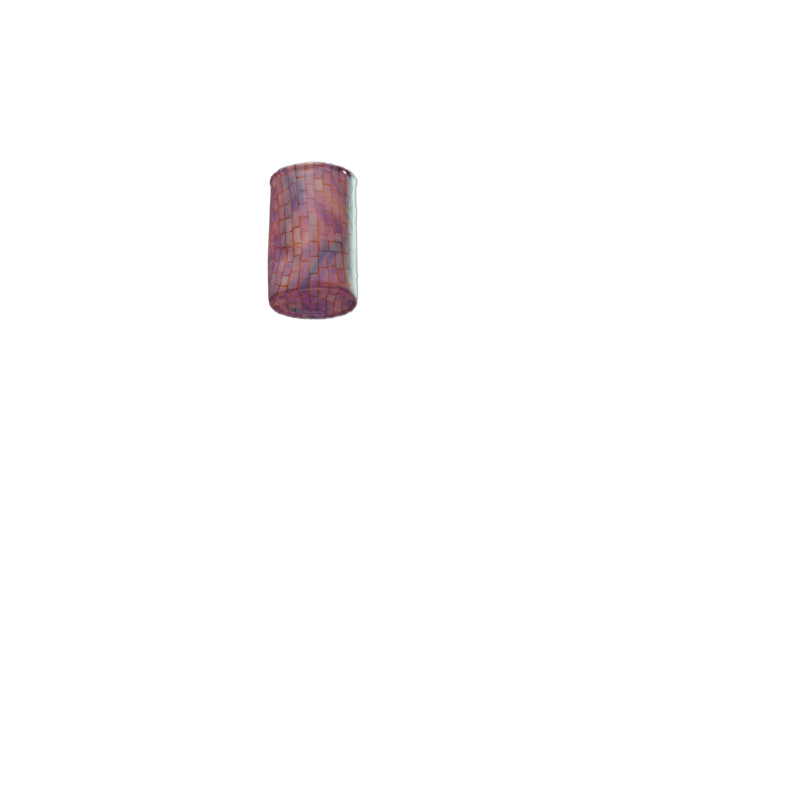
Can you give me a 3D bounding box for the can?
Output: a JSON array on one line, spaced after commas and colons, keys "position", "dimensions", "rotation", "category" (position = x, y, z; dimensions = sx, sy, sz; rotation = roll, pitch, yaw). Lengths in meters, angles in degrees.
[{"position": [-0.065, -0.119, 0.835], "dimensions": [0.068, 0.108, 0.065], "rotation": [0, -21, -2], "category": "can"}]
